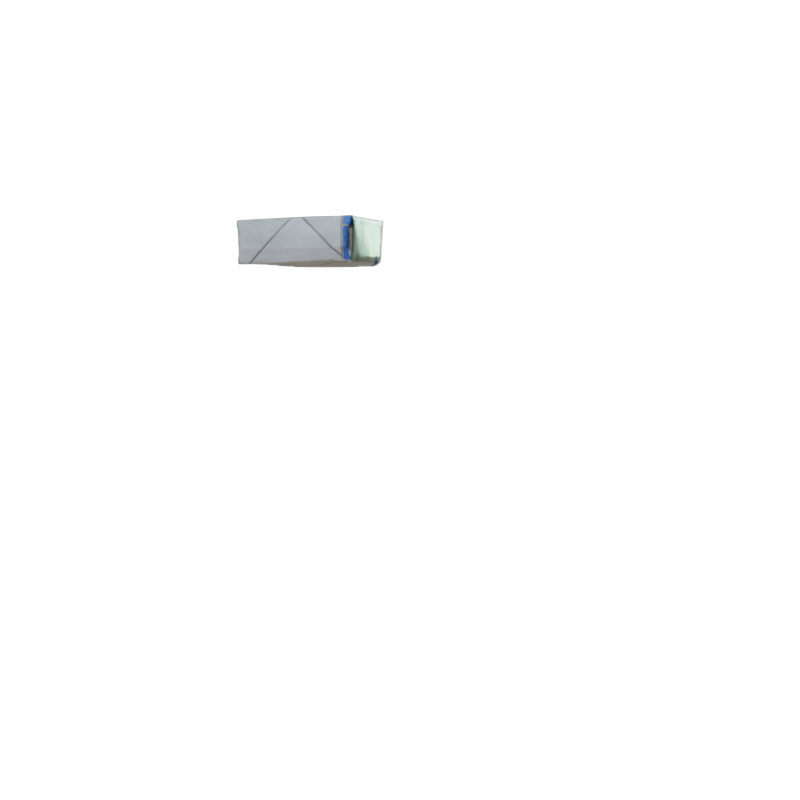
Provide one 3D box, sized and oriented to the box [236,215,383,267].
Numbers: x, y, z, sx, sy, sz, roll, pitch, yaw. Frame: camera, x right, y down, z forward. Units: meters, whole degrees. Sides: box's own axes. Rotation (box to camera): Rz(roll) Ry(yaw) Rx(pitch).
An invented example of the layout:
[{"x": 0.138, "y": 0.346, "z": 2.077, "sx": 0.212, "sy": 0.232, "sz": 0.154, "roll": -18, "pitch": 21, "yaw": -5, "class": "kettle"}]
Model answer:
[{"x": -0.068, "y": -0.124, "z": 0.868, "sx": 0.091, "sy": 0.039, "sz": 0.111, "roll": 1, "pitch": 4, "yaw": 13, "class": "box"}]
